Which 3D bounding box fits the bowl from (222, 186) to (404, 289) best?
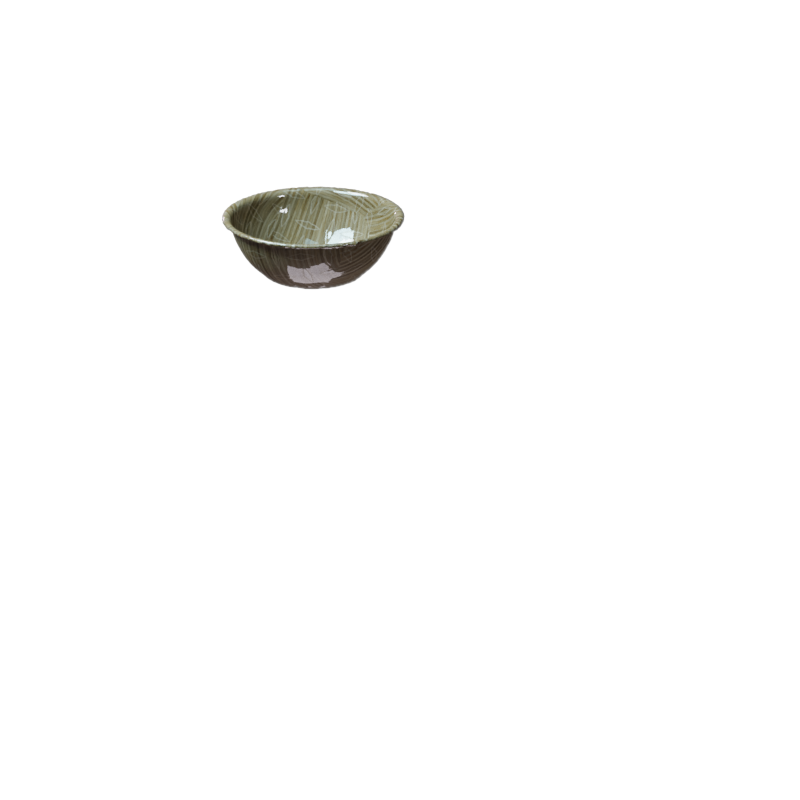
[{"bbox_3d":[-0.077,-0.141,0.989,0.162,0.052,0.171,-1,27,-2],"label":"bowl"}]
